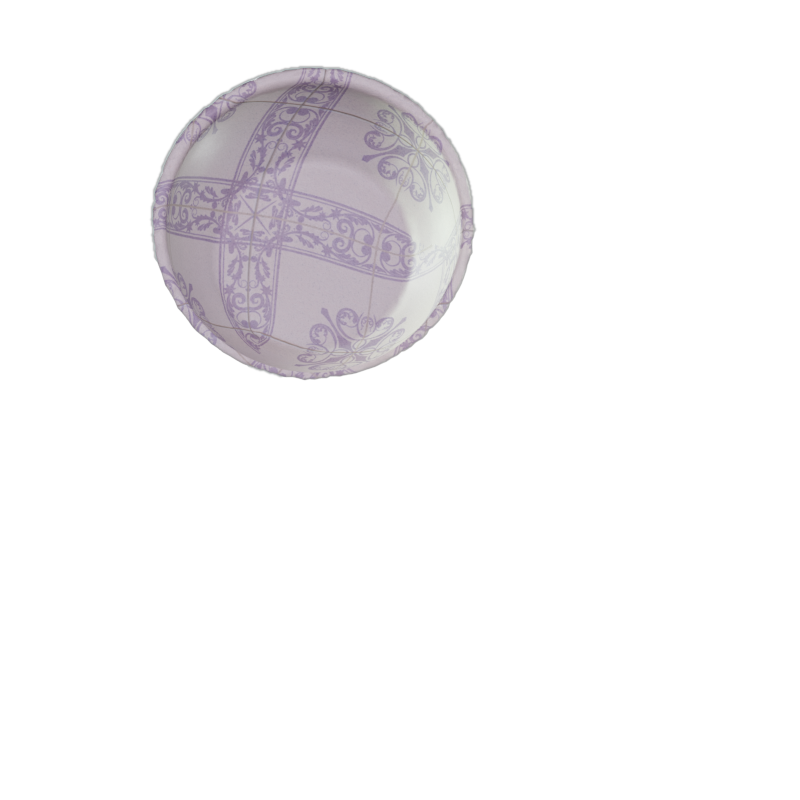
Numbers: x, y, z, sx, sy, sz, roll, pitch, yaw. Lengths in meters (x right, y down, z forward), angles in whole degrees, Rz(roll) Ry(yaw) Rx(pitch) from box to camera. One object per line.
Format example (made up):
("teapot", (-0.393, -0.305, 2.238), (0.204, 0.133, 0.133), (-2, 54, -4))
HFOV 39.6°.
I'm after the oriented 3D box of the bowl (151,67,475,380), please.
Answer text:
("bowl", (-0.042, -0.076, 0.532), (0.162, 0.156, 0.057), (0, 16, -1))
